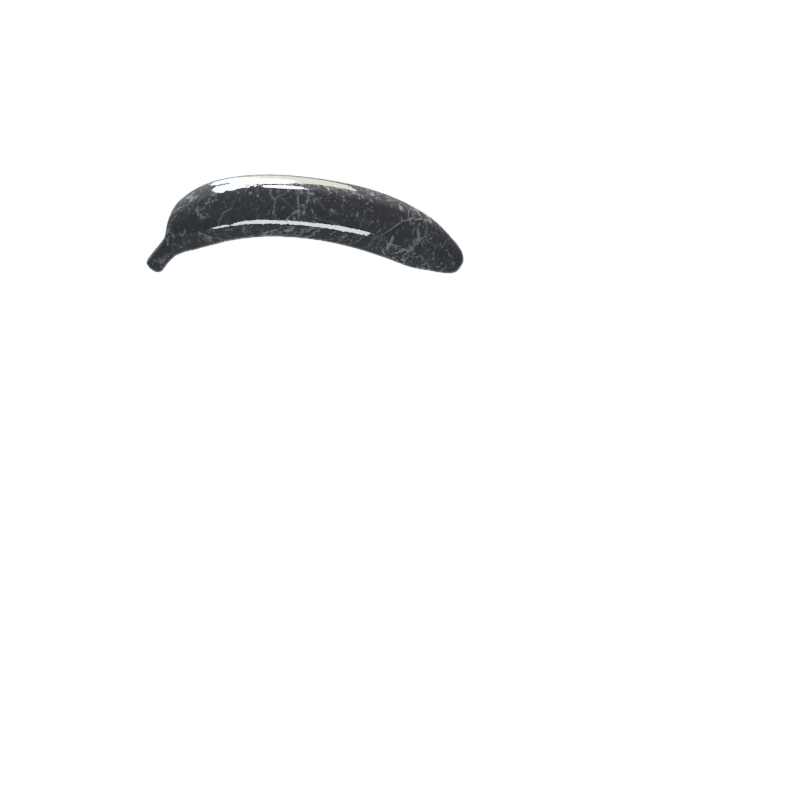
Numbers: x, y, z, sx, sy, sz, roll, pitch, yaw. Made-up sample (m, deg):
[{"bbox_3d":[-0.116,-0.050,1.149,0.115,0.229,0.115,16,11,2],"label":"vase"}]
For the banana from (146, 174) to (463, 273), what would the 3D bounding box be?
[{"bbox_3d":[-0.056,-0.107,0.676,0.197,0.039,0.065,2,-30,-3],"label":"banana"}]
